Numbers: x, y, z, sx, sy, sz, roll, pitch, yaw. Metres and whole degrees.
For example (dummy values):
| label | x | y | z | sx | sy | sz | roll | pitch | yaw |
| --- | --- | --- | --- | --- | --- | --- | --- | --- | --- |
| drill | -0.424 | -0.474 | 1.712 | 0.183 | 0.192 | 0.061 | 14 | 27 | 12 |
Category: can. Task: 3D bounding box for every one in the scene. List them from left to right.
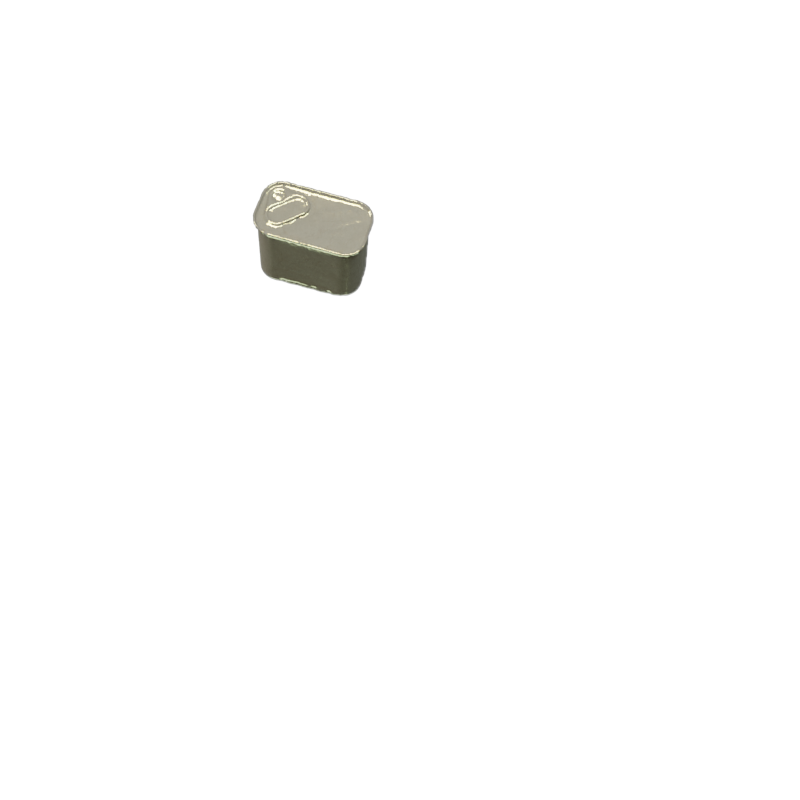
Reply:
| label | x | y | z | sx | sy | sz | roll | pitch | yaw |
| --- | --- | --- | --- | --- | --- | --- | --- | --- | --- |
| can | -0.078 | -0.141 | 0.991 | 0.103 | 0.060 | 0.079 | 16 | -26 | 7 |
